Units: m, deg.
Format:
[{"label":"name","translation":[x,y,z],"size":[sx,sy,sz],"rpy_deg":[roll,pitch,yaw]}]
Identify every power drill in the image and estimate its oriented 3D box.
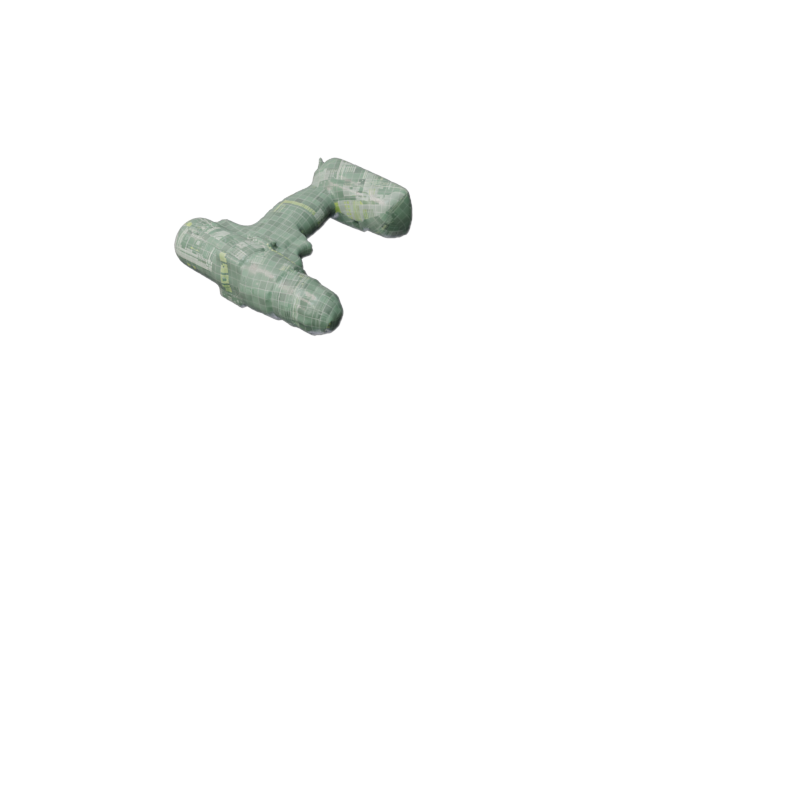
[{"label":"power drill","translation":[-0.076,-0.139,0.971],"size":[0.196,0.054,0.188],"rpy_deg":[30,48,31]}]
